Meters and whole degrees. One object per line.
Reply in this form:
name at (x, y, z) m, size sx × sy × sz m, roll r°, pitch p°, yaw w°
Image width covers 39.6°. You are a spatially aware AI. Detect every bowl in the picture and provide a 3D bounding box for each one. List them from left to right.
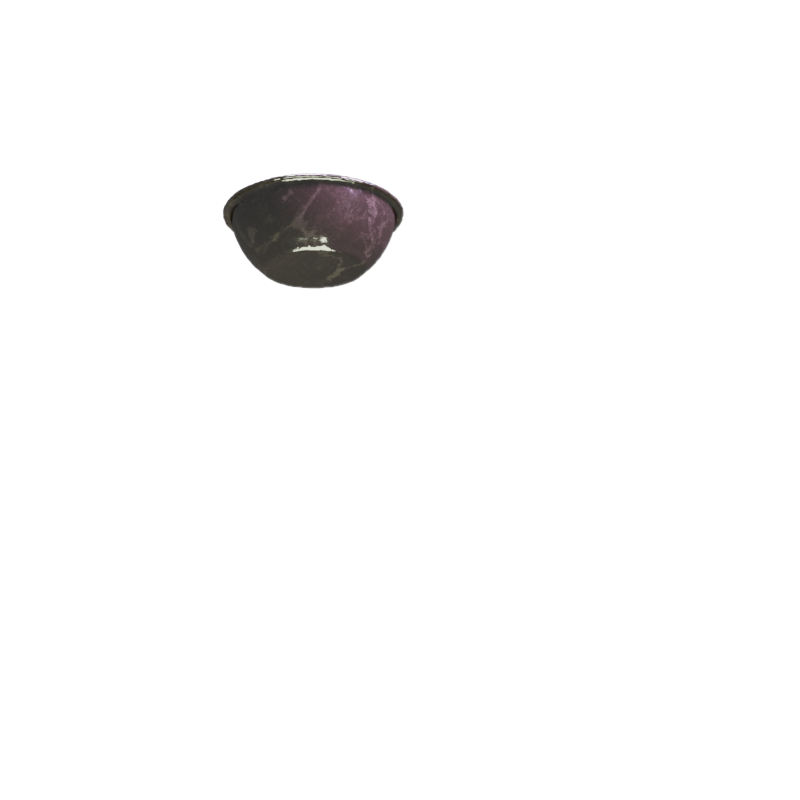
bowl at (-0.077, -0.140, 0.982) m, size 0.162 × 0.058 × 0.155 m, roll 0°, pitch -17°, yaw -2°
